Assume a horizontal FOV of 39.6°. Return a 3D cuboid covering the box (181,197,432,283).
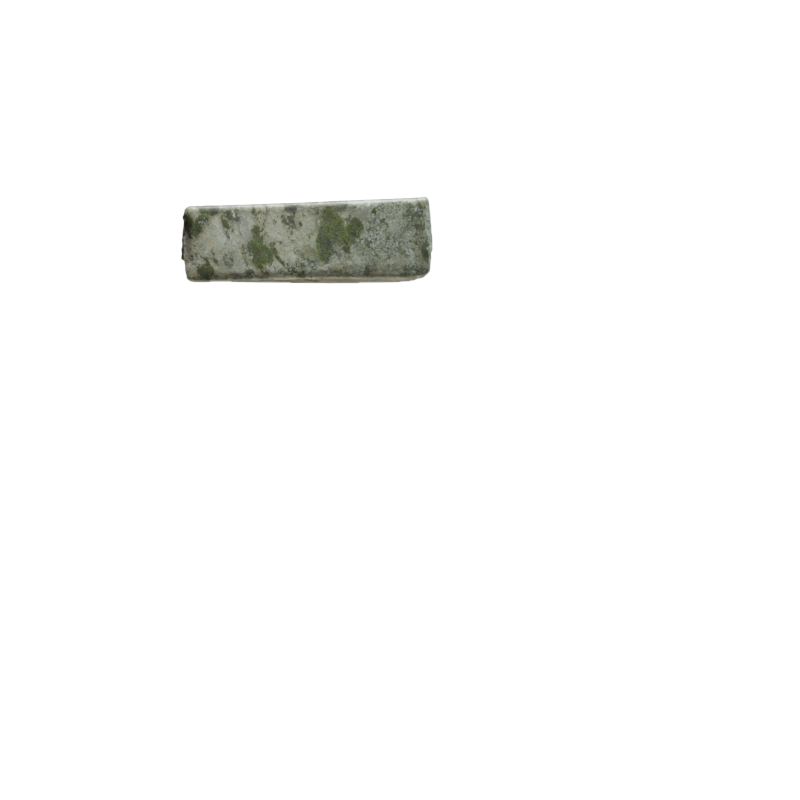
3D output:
[{"bbox_3d":[-0.042,-0.077,0.537,0.114,0.039,0.090,0,7,3],"label":"box"}]
